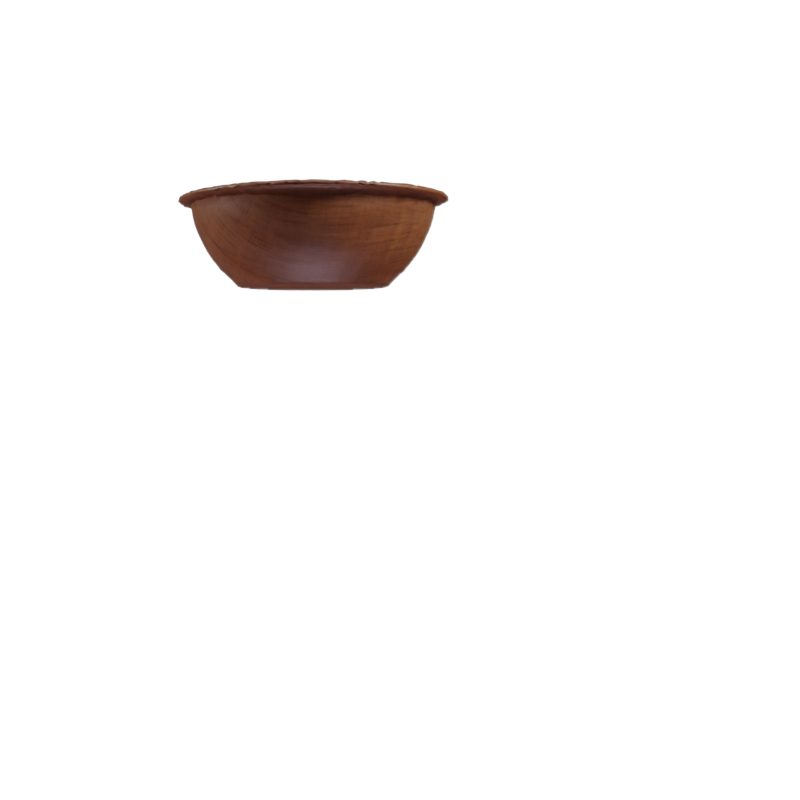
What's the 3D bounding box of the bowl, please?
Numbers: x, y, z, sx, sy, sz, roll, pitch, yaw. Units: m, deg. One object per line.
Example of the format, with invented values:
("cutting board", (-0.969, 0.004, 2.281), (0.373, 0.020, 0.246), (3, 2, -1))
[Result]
("bowl", (-0.052, -0.095, 0.667), (0.162, 0.055, 0.162), (0, 2, -2))
